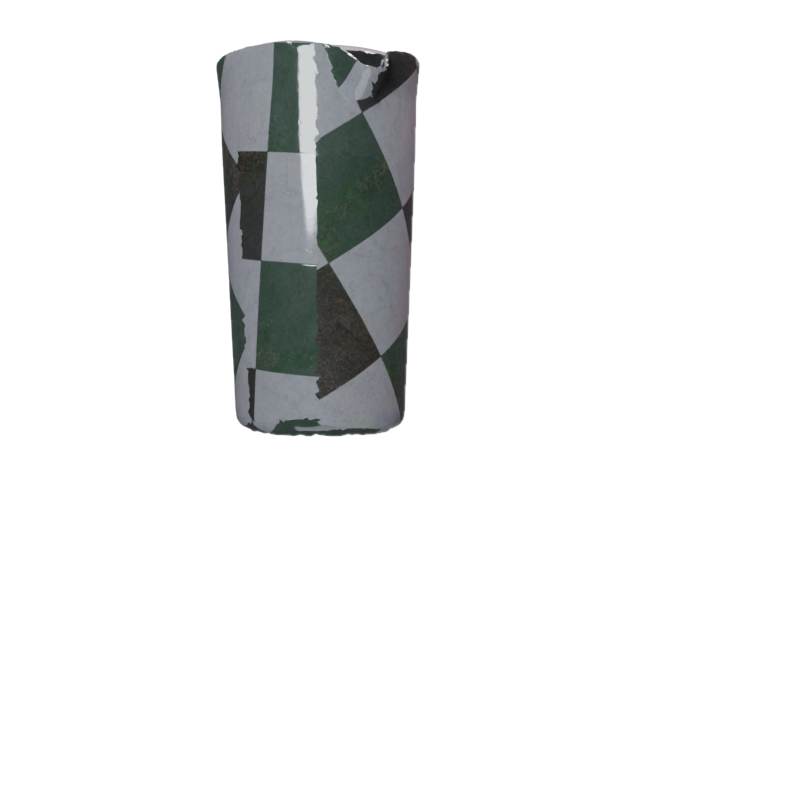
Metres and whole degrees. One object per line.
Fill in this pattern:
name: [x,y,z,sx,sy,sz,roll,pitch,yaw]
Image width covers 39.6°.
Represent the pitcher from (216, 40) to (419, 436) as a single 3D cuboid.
pitcher: [-0.057,-0.104,0.726,0.148,0.246,0.144,-1,-3,18]
